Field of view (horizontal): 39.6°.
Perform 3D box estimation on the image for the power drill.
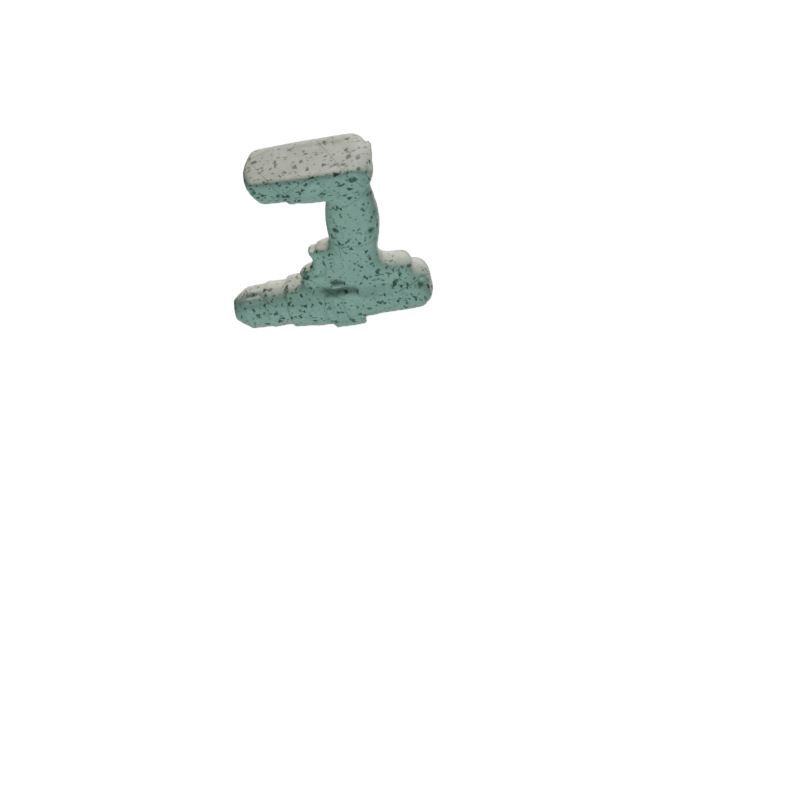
[{"bbox_3d":[-0.076,-0.138,0.966,0.186,0.062,0.173,-9,-42,9],"label":"power drill"}]
